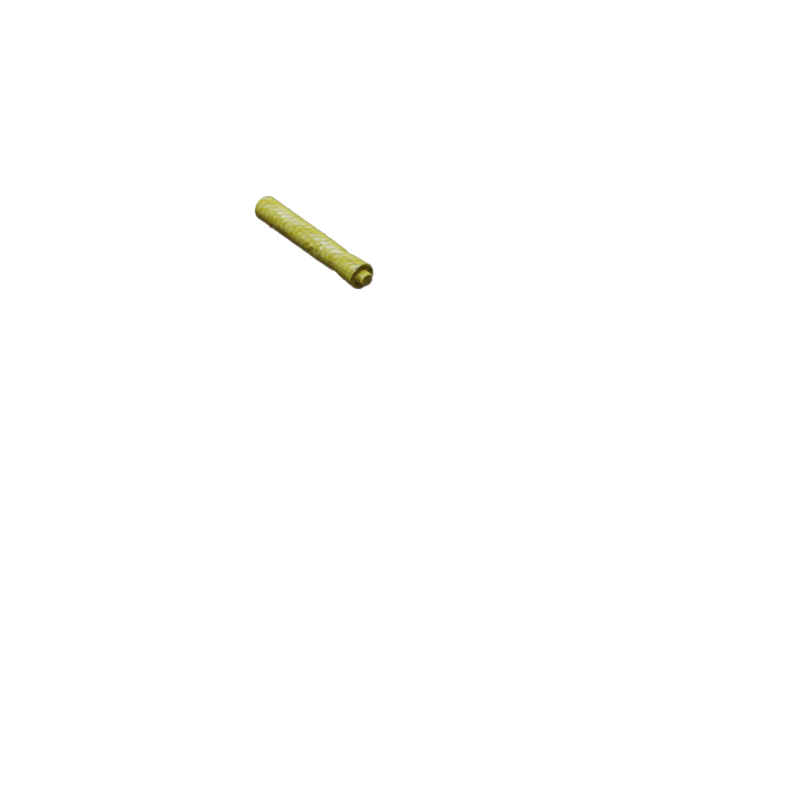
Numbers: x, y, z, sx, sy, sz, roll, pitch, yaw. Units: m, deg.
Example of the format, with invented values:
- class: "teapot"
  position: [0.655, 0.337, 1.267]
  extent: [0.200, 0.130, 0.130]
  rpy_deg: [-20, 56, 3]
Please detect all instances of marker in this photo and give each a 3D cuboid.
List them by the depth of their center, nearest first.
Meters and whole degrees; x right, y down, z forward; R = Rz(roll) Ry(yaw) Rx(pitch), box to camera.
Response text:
- class: "marker"
  position: [-0.059, -0.108, 0.753]
  extent: [0.019, 0.019, 0.130]
  rpy_deg: [-3, 30, -40]
